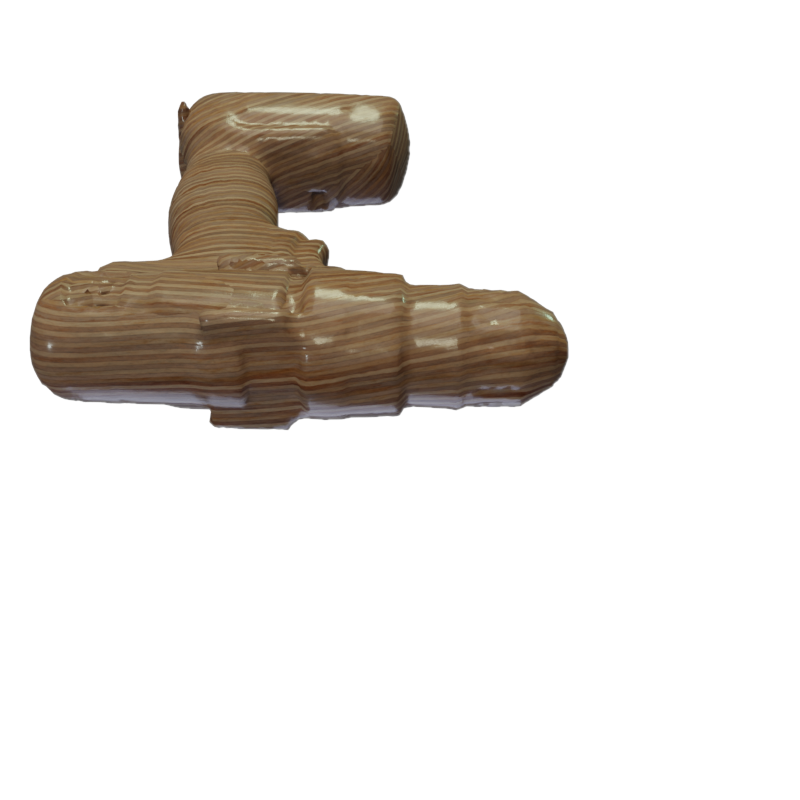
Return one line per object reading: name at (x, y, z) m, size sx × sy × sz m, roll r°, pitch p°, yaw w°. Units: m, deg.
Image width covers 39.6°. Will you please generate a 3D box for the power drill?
power drill at (-0.035, -0.063, 0.441) m, size 0.185 × 0.054 × 0.199 m, roll 2°, pitch 35°, yaw 2°
